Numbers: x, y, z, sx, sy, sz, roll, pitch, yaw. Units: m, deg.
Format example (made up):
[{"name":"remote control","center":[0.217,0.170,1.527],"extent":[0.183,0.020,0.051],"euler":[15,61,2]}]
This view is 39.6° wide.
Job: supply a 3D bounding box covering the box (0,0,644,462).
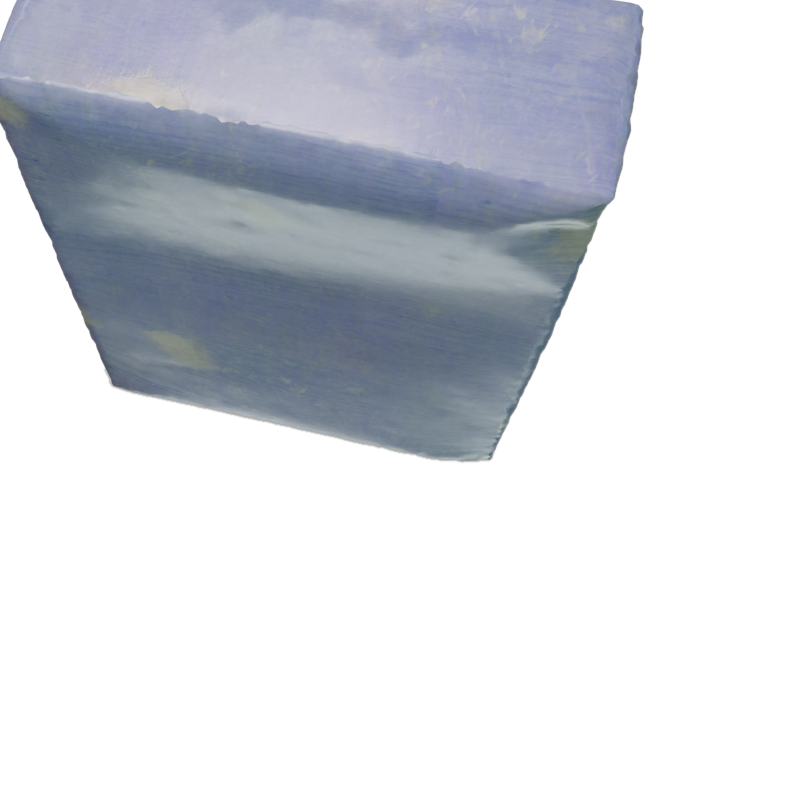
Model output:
[{"name":"box","center":[-0.029,-0.054,0.375],"extent":[0.165,0.075,0.203],"euler":[12,-22,3]}]
